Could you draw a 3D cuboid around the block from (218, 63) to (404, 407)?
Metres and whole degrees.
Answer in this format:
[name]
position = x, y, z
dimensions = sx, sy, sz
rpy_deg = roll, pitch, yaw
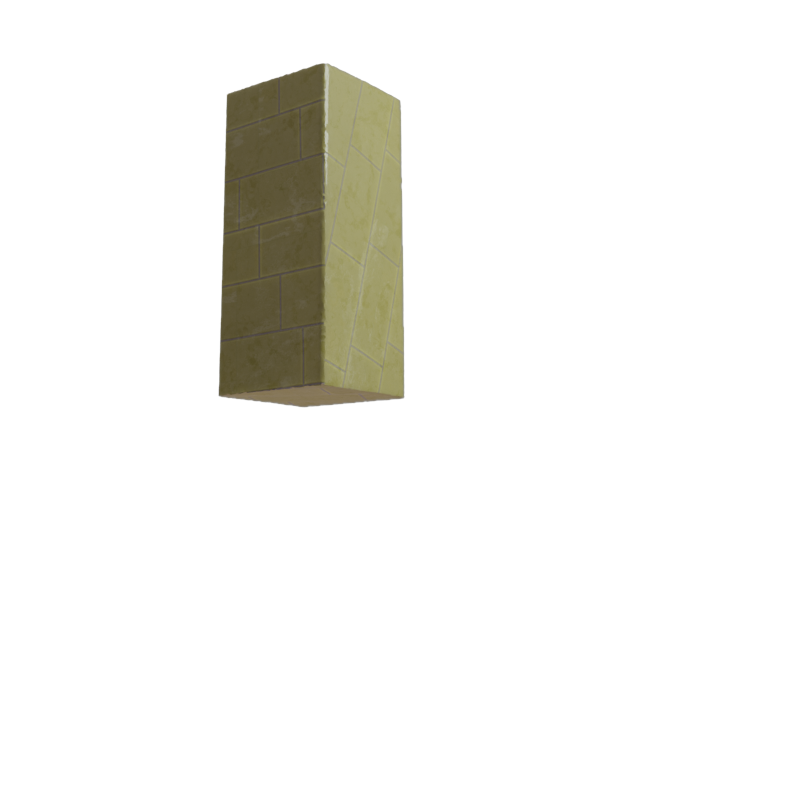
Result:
[block]
position = -0.057, -0.105, 0.737
dimensions = 0.093, 0.213, 0.085
rpy_deg = -10, -16, 36
